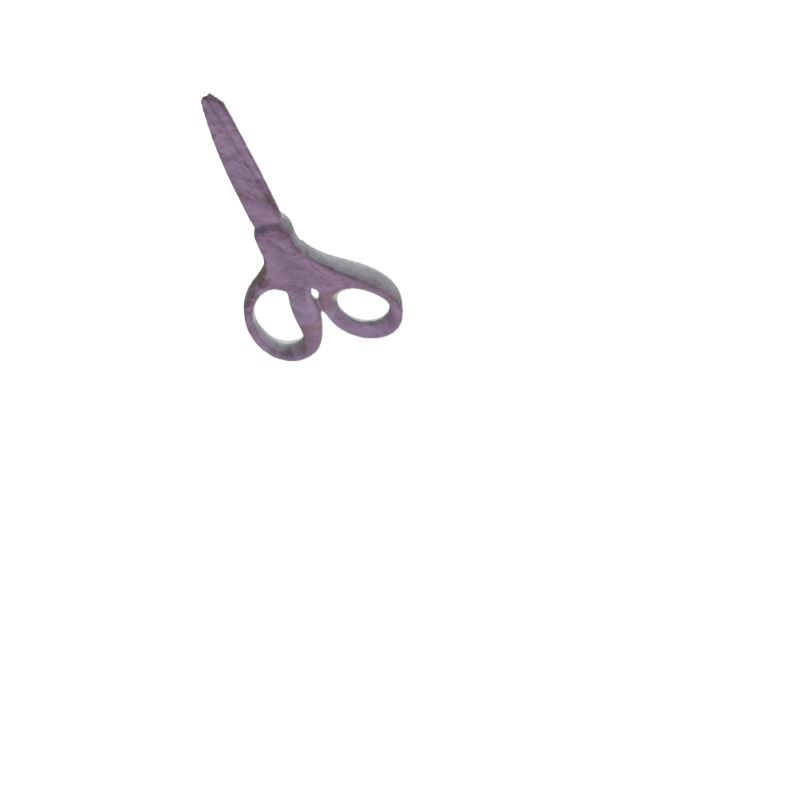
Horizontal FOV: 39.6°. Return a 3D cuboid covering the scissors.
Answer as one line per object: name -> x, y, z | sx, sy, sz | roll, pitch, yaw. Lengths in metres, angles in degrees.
scissors -> -0.044, -0.080, 0.560 | 0.096, 0.017, 0.189 | 1, -34, -2
